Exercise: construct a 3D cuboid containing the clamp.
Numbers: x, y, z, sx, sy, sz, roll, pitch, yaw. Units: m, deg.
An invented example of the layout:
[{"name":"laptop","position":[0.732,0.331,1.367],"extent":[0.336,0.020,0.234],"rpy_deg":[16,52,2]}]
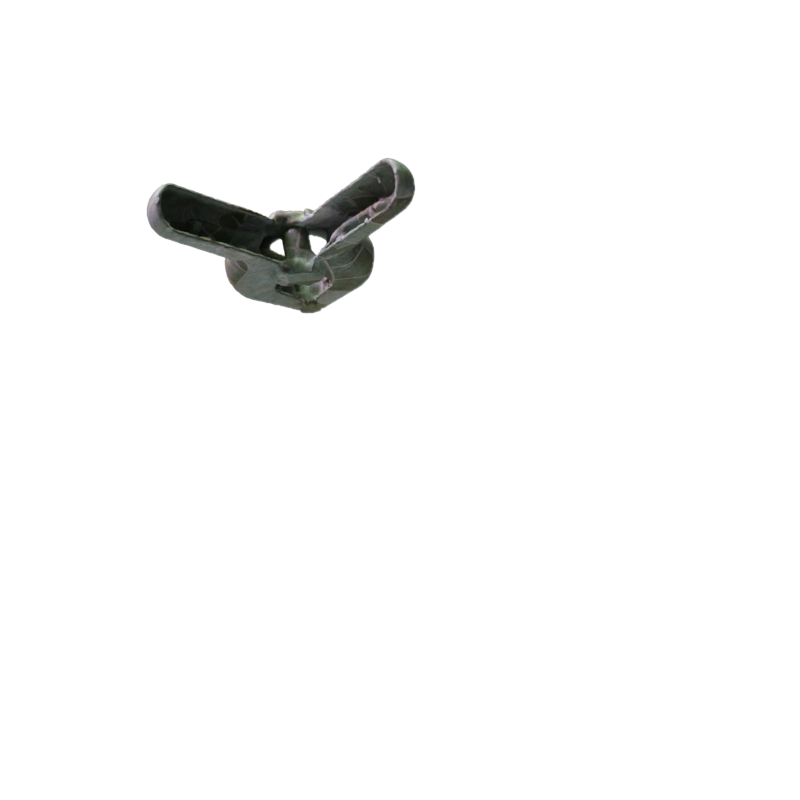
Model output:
[{"name":"clamp","position":[-0.044,-0.080,0.560],"extent":[0.122,0.040,0.164],"rpy_deg":[-2,-8,10]}]
